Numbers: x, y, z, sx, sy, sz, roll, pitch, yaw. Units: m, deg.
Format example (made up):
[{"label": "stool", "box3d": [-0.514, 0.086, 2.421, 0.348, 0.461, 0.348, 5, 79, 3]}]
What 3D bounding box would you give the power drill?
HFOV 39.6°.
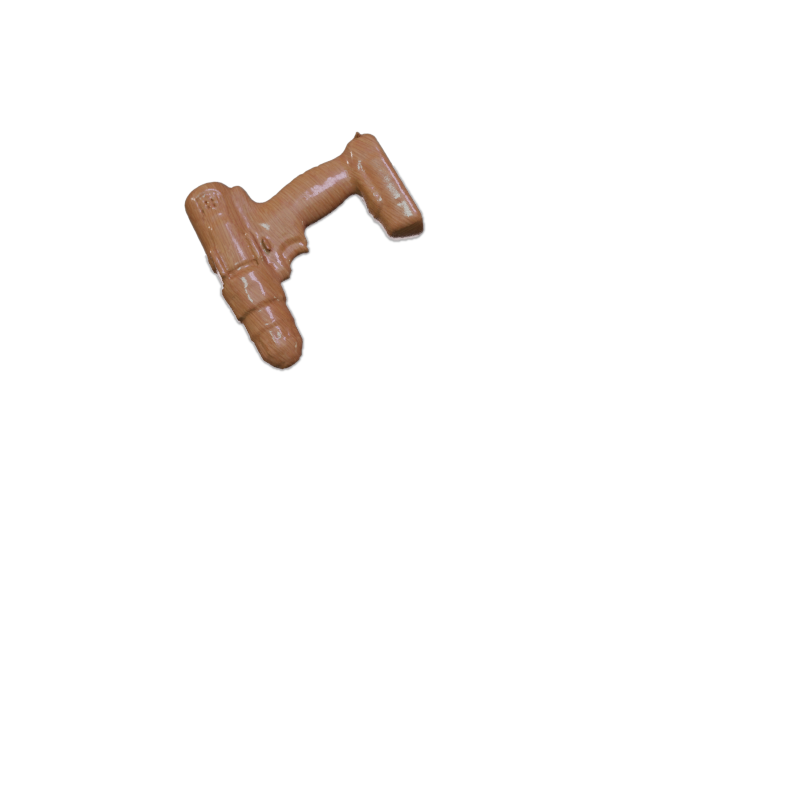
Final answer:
[{"label": "power drill", "box3d": [-0.077, -0.140, 0.984, 0.187, 0.192, 0.055, -26, -15, -8]}]
